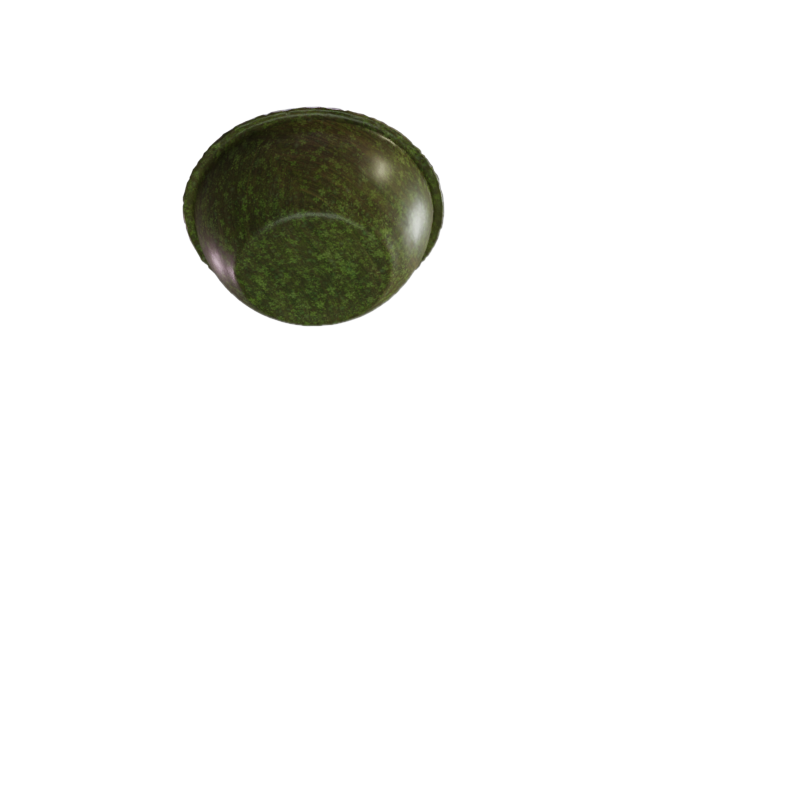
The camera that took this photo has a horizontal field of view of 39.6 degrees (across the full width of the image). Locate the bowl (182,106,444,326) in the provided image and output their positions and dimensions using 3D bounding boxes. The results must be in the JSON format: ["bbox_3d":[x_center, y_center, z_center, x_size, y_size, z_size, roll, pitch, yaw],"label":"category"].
[{"bbox_3d":[-0.052,-0.095,0.668,0.162,0.059,0.151,1,-45,-1],"label":"bowl"}]
